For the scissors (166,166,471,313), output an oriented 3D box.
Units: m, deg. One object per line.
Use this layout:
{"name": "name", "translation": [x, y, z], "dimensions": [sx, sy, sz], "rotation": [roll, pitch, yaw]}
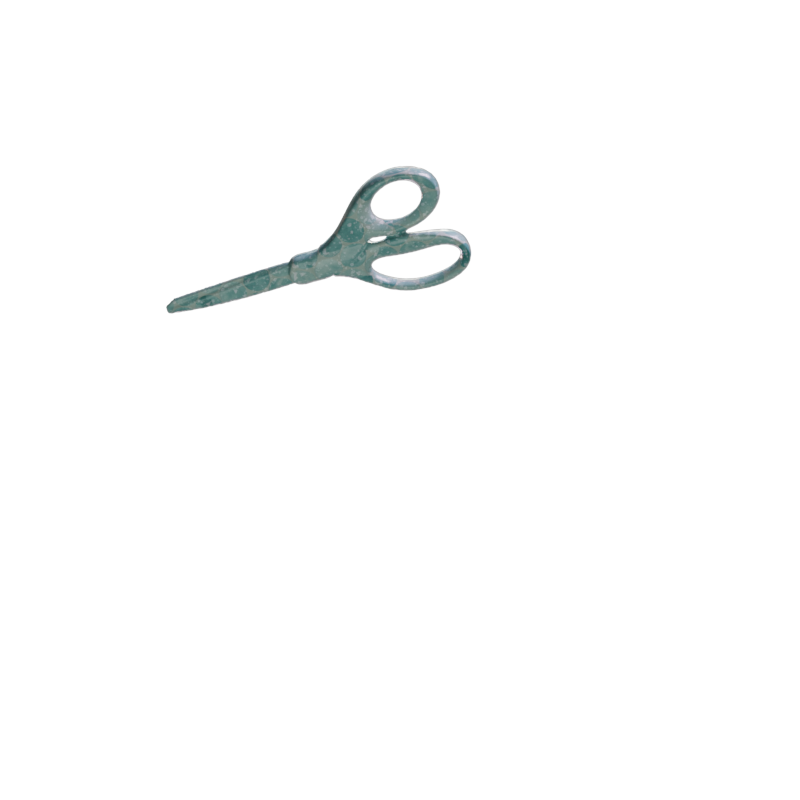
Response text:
{"name": "scissors", "translation": [-0.056, -0.102, 0.711], "dimensions": [0.202, 0.090, 0.017], "rotation": [-3, 32, 2]}
